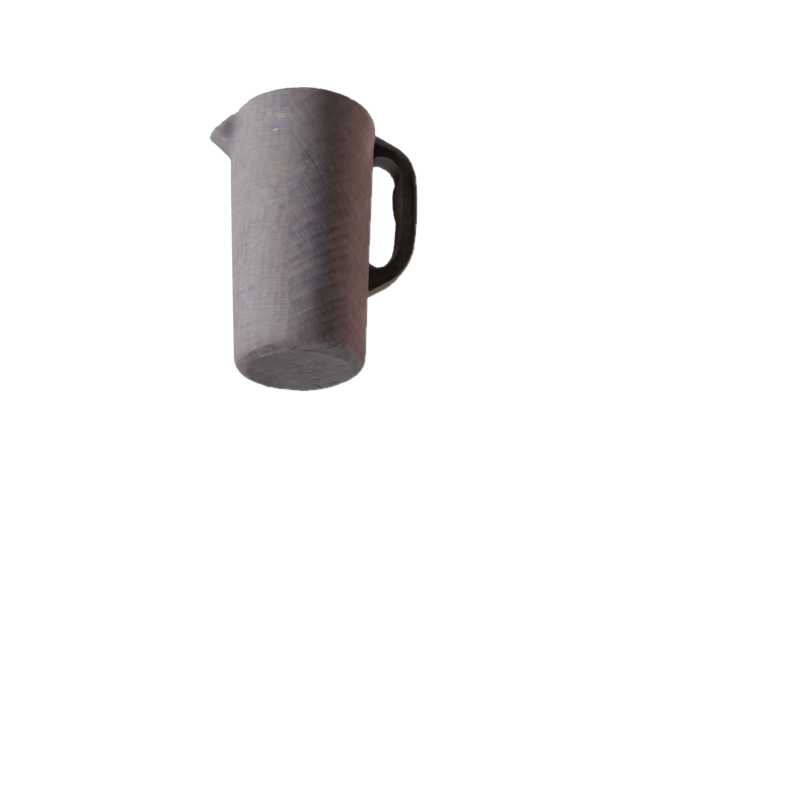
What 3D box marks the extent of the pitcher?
[{"bbox_3d":[-0.075,-0.137,0.958,0.151,0.257,0.135,-13,-28,24],"label":"pitcher"}]
